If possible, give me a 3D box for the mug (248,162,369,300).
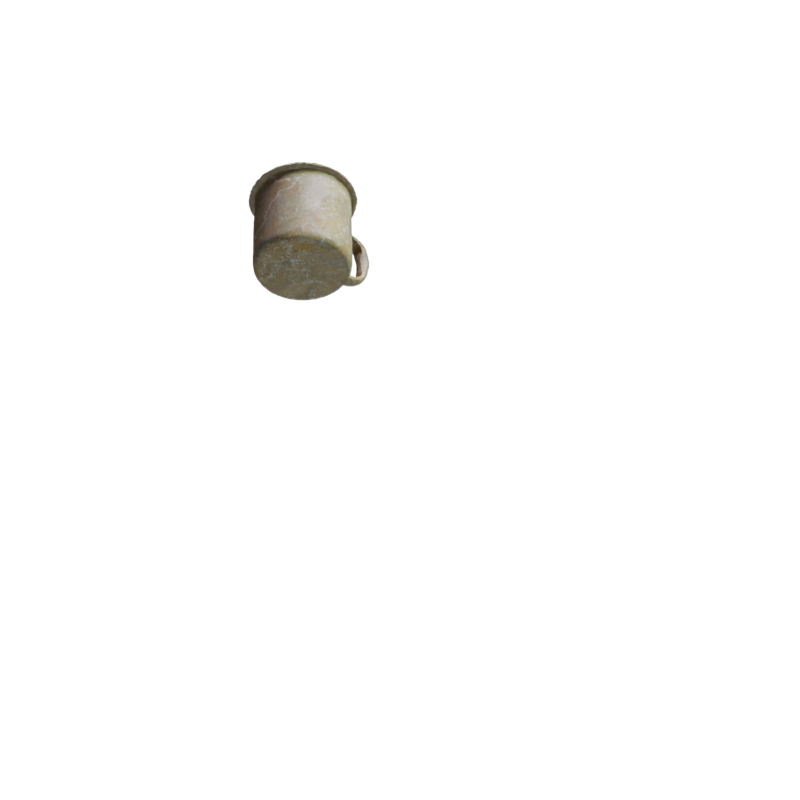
[{"bbox_3d":[-0.073,-0.133,0.932,0.110,0.087,0.092,30,-49,-33],"label":"mug"}]
